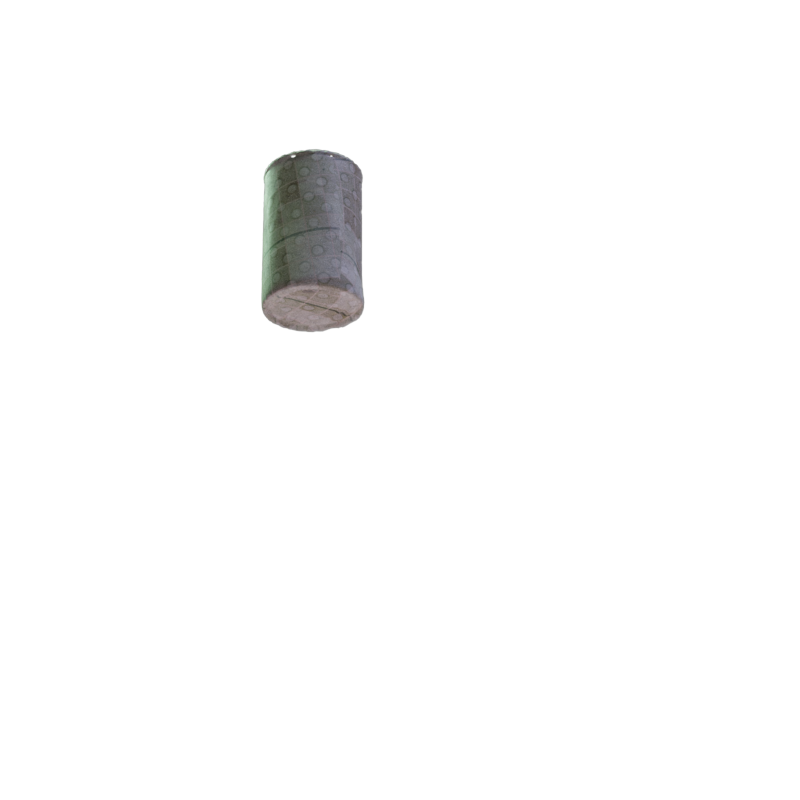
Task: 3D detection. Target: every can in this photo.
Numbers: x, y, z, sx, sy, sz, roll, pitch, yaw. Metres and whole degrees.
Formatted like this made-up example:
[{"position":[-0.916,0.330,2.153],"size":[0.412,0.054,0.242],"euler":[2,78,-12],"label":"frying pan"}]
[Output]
[{"position":[-0.057,-0.104,0.731],"size":[0.068,0.109,0.065],"euler":[0,-28,-2],"label":"can"}]
